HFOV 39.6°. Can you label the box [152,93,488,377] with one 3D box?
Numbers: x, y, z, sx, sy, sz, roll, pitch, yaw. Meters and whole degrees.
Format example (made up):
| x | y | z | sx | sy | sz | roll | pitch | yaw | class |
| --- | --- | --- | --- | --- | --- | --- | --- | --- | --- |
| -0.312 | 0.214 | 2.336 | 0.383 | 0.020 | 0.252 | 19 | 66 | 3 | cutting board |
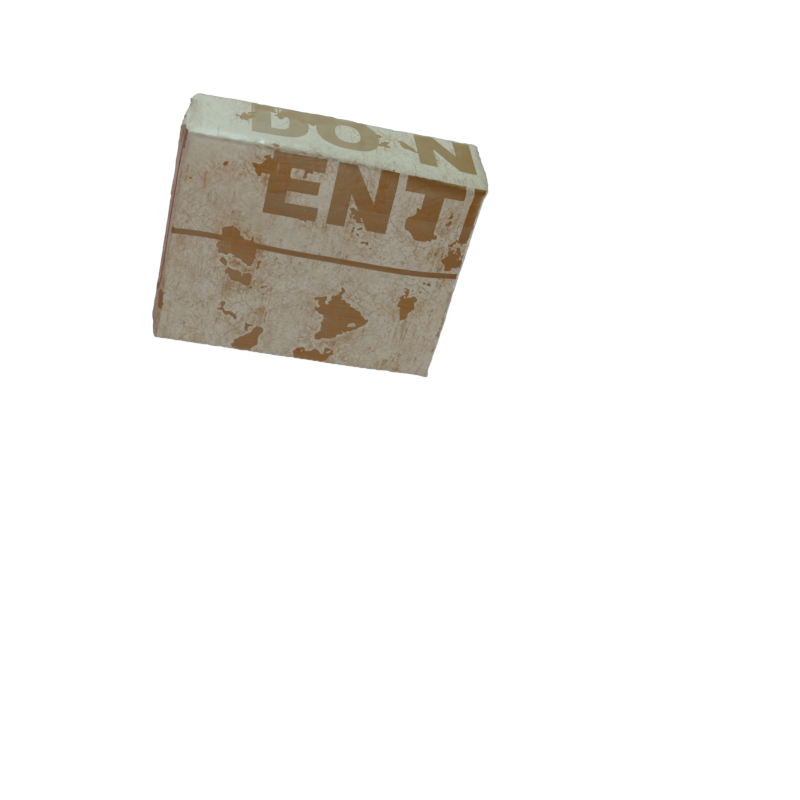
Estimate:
| x | y | z | sx | sy | sz | roll | pitch | yaw | class |
| --- | --- | --- | --- | --- | --- | --- | --- | --- | --- |
| -0.033 | -0.060 | 0.423 | 0.112 | 0.085 | 0.041 | 11 | 33 | -8 | box |
